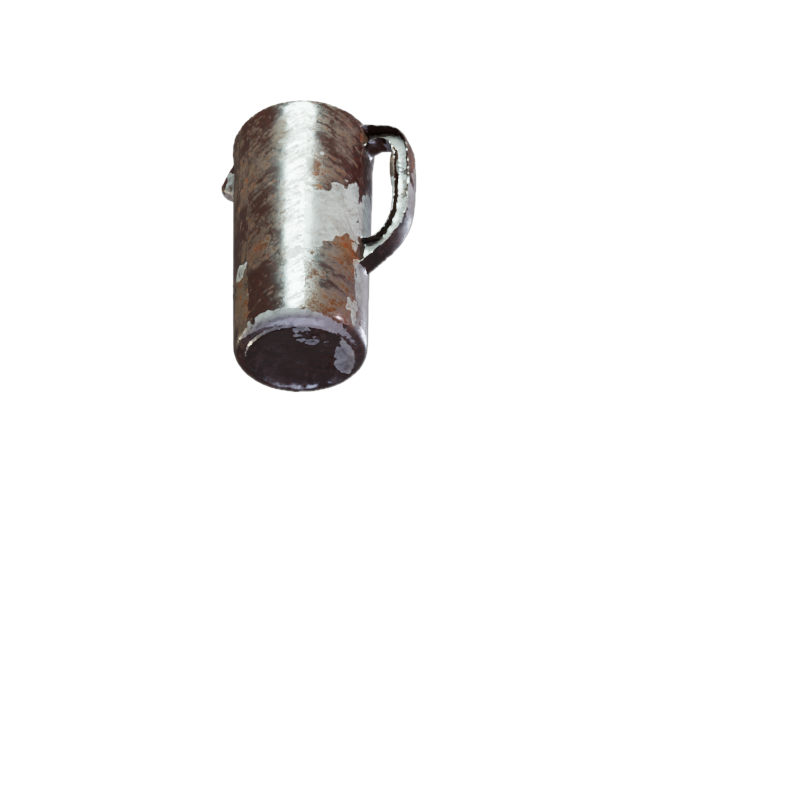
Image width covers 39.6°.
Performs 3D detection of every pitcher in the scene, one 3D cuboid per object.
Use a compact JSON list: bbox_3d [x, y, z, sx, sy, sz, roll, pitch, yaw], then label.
[{"bbox_3d":[-0.075,-0.136,0.953,0.140,0.261,0.143,13,-41,-19],"label":"pitcher"}]
